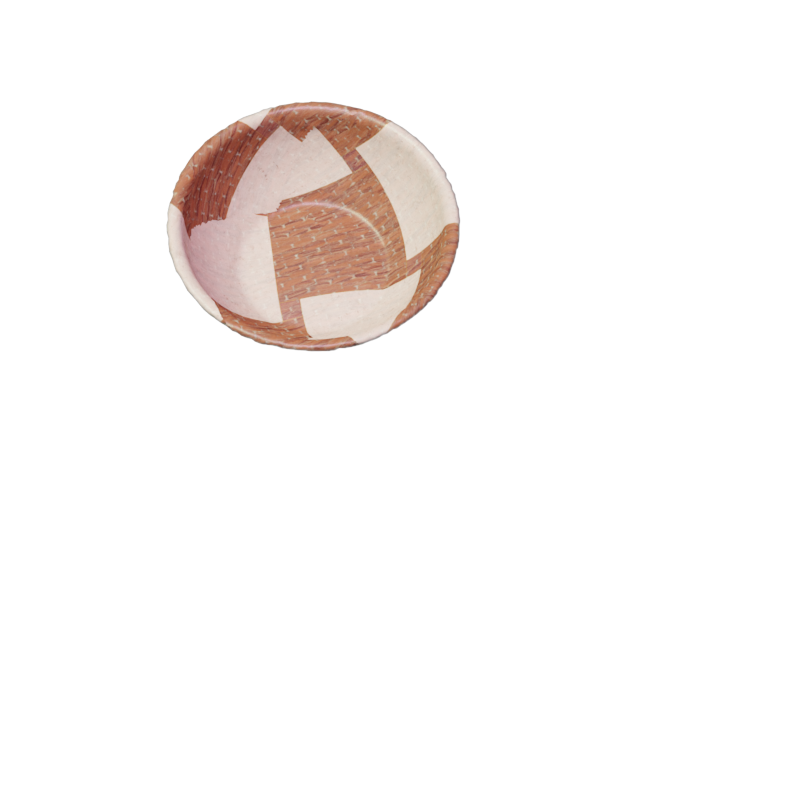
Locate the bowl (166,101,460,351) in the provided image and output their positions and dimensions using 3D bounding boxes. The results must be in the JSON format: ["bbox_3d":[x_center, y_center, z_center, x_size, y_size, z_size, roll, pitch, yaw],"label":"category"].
[{"bbox_3d":[-0.049,-0.090,0.632,0.162,0.172,0.052,-1,-29,-1],"label":"bowl"}]
